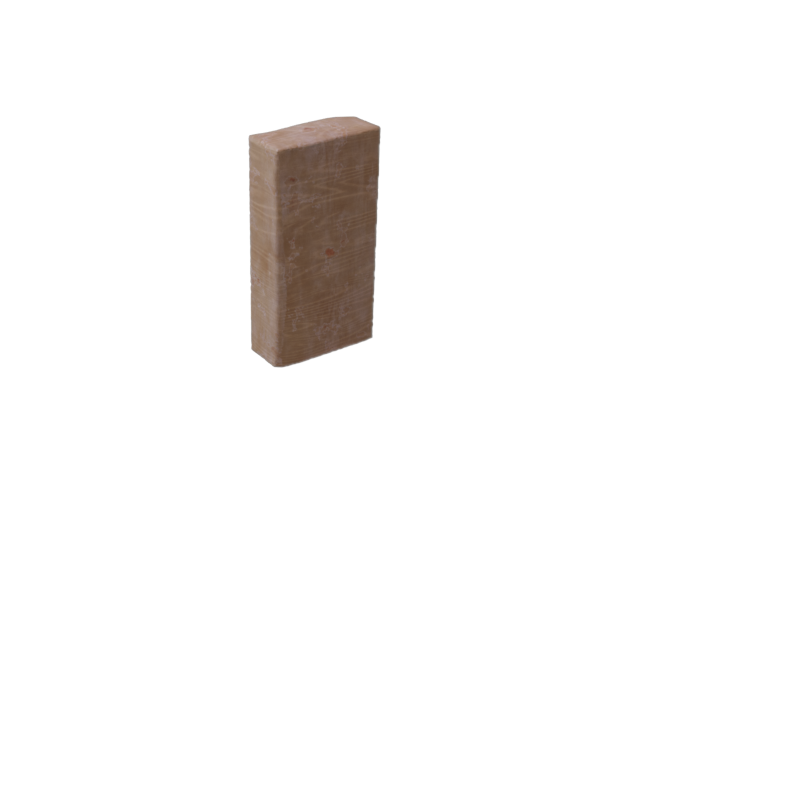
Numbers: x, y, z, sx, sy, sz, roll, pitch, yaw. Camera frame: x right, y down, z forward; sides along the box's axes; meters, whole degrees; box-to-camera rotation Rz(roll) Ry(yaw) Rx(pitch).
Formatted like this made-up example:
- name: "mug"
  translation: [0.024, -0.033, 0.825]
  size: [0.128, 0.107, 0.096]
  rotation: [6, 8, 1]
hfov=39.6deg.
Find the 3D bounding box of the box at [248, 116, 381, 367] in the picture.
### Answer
- name: "box"
  translation: [-0.065, -0.118, 0.825]
  size: [0.092, 0.167, 0.051]
  rotation: [-17, 30, -34]
